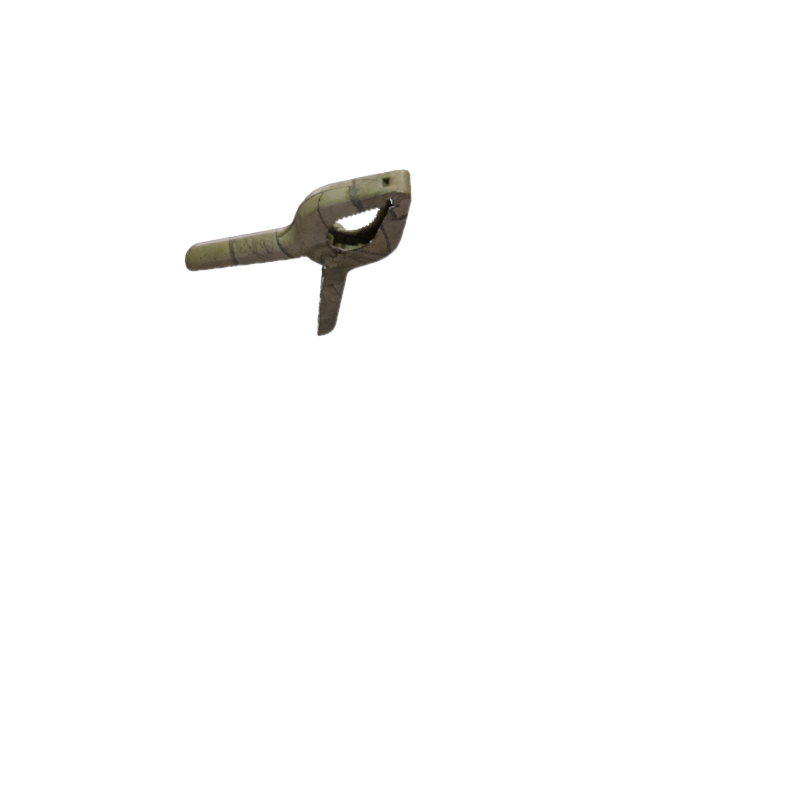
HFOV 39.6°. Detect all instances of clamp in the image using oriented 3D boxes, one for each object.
[{"bbox_3d":[-0.075,-0.136,0.952,0.156,0.039,0.206,22,-41,-29],"label":"clamp"}]
